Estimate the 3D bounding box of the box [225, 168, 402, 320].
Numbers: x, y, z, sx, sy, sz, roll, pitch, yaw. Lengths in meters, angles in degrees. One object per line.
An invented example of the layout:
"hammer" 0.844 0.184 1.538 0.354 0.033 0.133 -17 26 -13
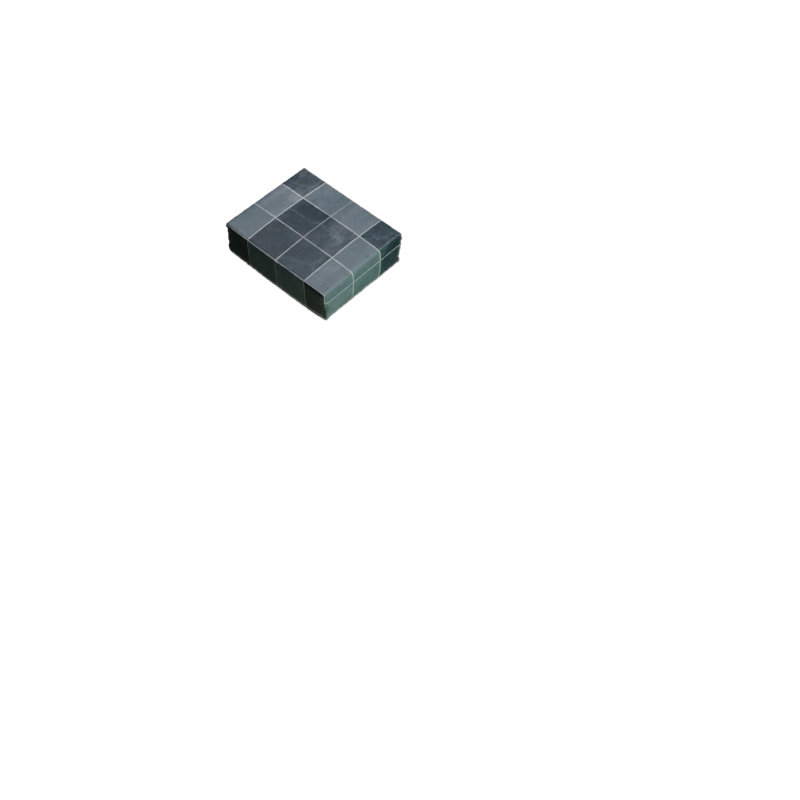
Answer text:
"box" -0.070 -0.127 0.888 0.120 0.036 0.091 37 61 24
